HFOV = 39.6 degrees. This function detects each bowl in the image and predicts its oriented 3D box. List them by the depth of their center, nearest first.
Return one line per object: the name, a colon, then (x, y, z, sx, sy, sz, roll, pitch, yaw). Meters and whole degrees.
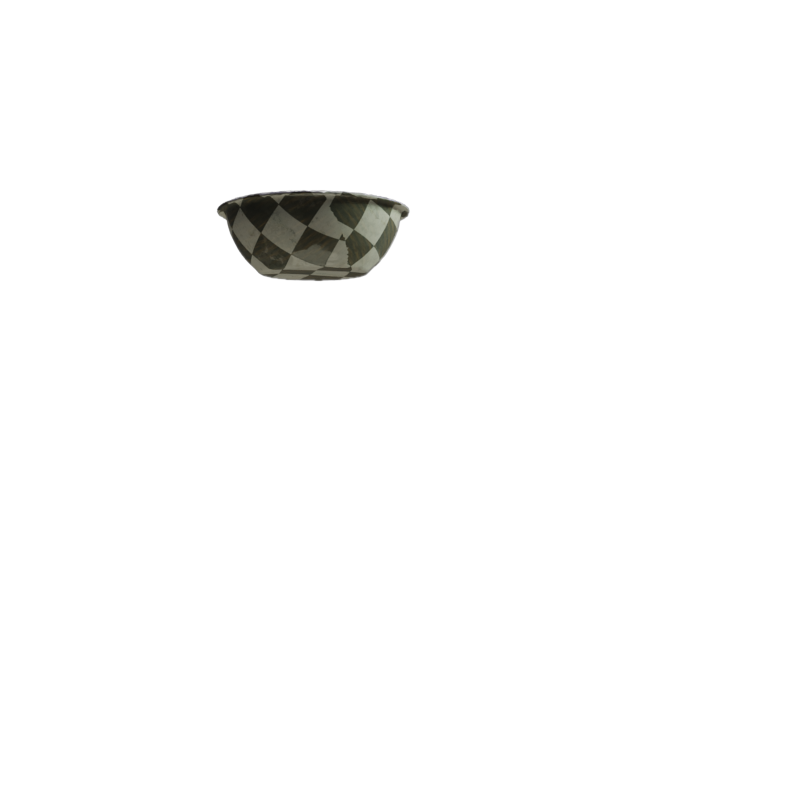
bowl: (-0.073, -0.133, 0.928, 0.162, 0.056, 0.160, 0, -2, -2)
